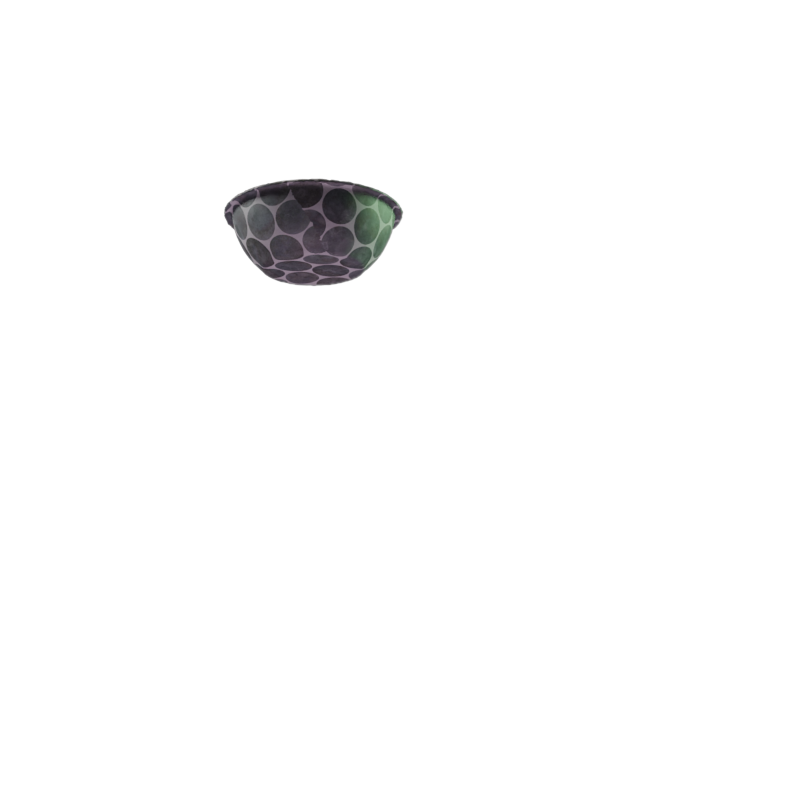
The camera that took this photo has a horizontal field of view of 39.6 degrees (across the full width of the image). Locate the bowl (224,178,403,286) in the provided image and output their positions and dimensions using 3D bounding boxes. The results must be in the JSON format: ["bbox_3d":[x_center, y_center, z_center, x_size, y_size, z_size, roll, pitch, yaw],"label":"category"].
[{"bbox_3d":[-0.078,-0.142,0.996,0.162,0.057,0.156,0,-14,-2],"label":"bowl"}]
